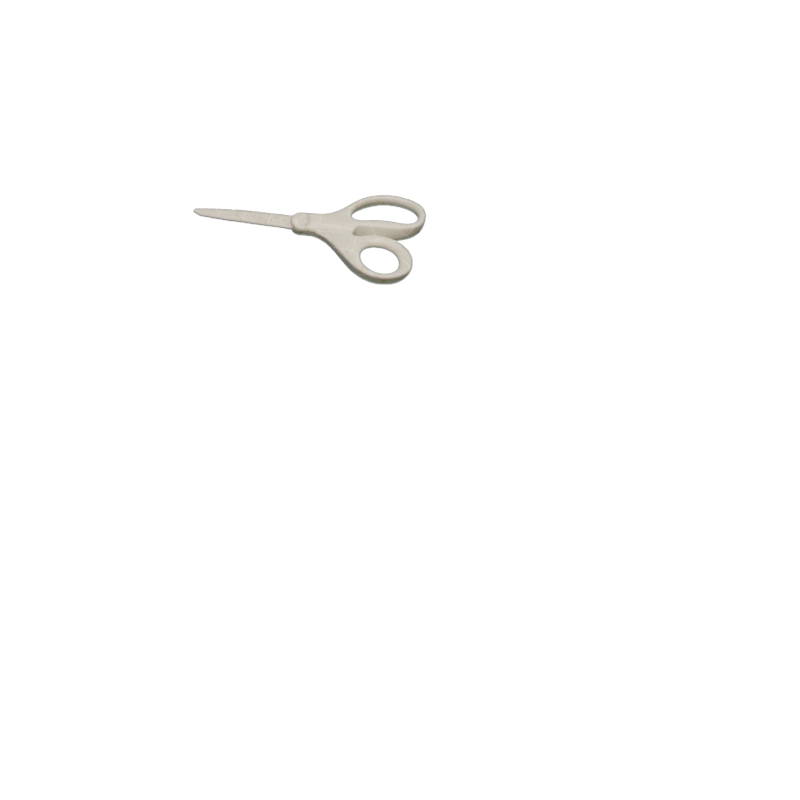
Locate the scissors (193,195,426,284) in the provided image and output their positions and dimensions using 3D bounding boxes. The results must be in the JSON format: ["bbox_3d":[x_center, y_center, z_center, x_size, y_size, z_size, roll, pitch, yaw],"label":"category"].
[{"bbox_3d":[-0.075,-0.137,0.959,0.201,0.103,0.015,-7,-31,-4],"label":"scissors"}]
